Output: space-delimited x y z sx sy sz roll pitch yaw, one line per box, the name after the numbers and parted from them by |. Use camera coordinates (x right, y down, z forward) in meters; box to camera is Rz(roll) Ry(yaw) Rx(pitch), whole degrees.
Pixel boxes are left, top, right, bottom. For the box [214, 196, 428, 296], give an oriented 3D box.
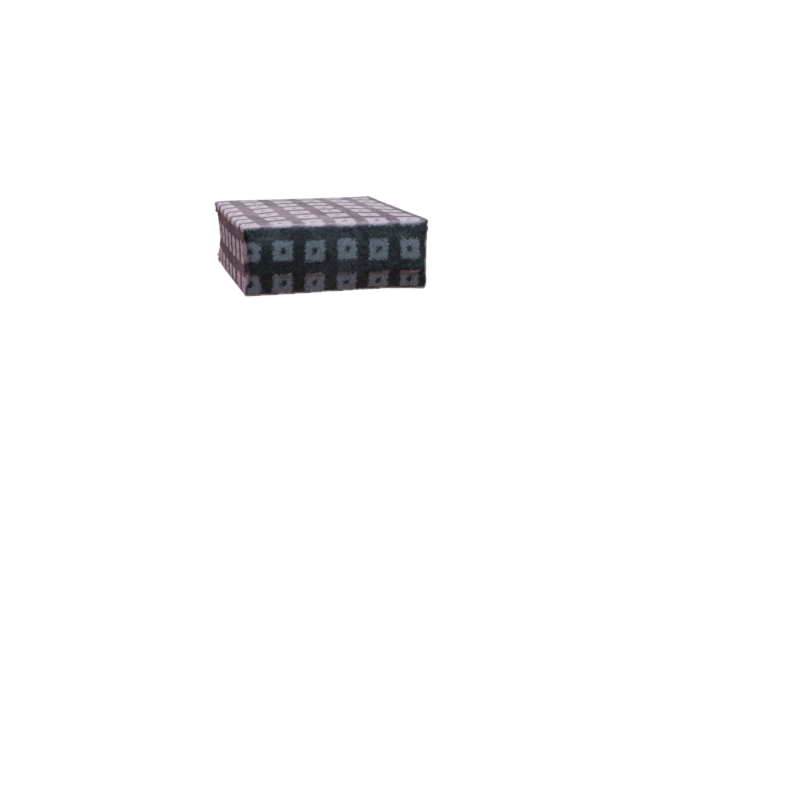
-0.044 -0.081 0.570 0.088 0.038 0.118 -3 14 -14 | box
